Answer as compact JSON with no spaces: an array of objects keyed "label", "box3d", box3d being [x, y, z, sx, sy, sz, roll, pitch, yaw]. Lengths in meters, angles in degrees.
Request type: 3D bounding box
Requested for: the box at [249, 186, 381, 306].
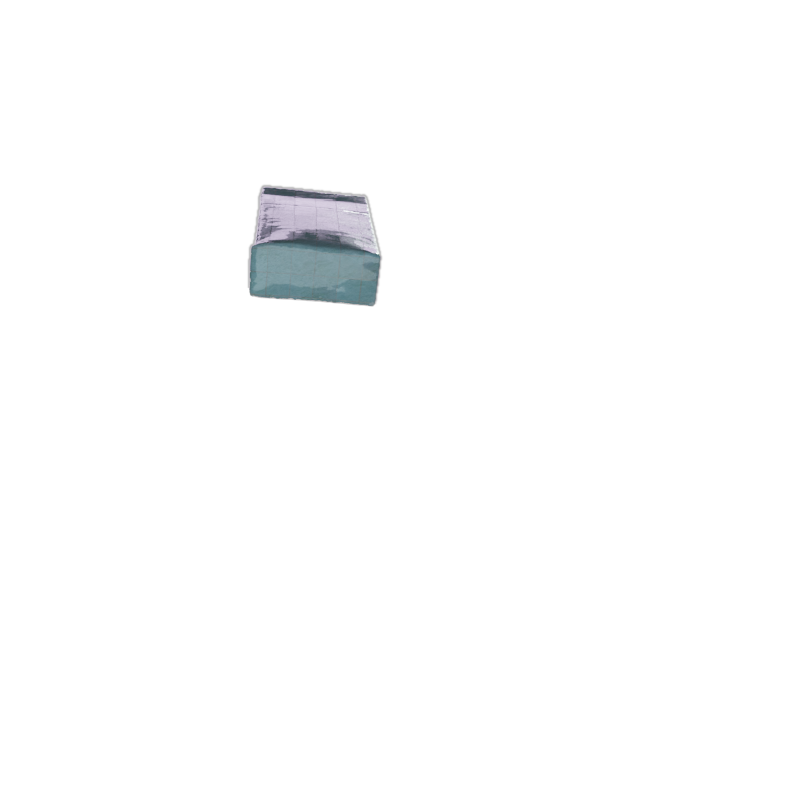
[{"label":"box","box3d":[-0.068,-0.123,0.864,0.093,0.046,0.184,4,20,-5]}]
